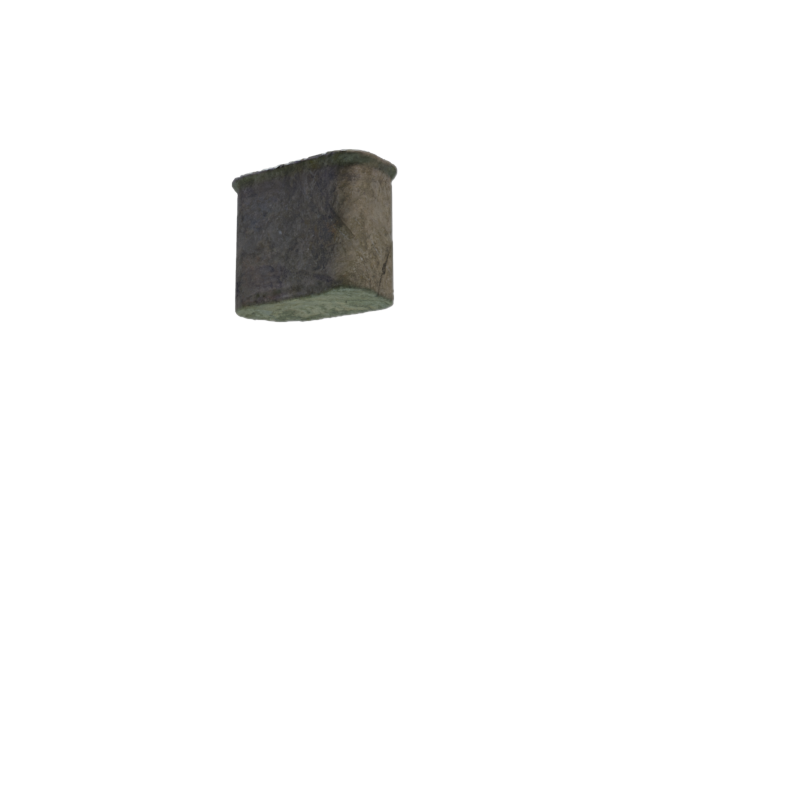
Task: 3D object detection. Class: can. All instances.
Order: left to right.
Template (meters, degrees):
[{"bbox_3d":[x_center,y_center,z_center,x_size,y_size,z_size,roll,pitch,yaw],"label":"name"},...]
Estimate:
[{"bbox_3d":[-0.052,-0.094,0.661,0.104,0.087,0.054,-8,-15,33],"label":"can"}]
